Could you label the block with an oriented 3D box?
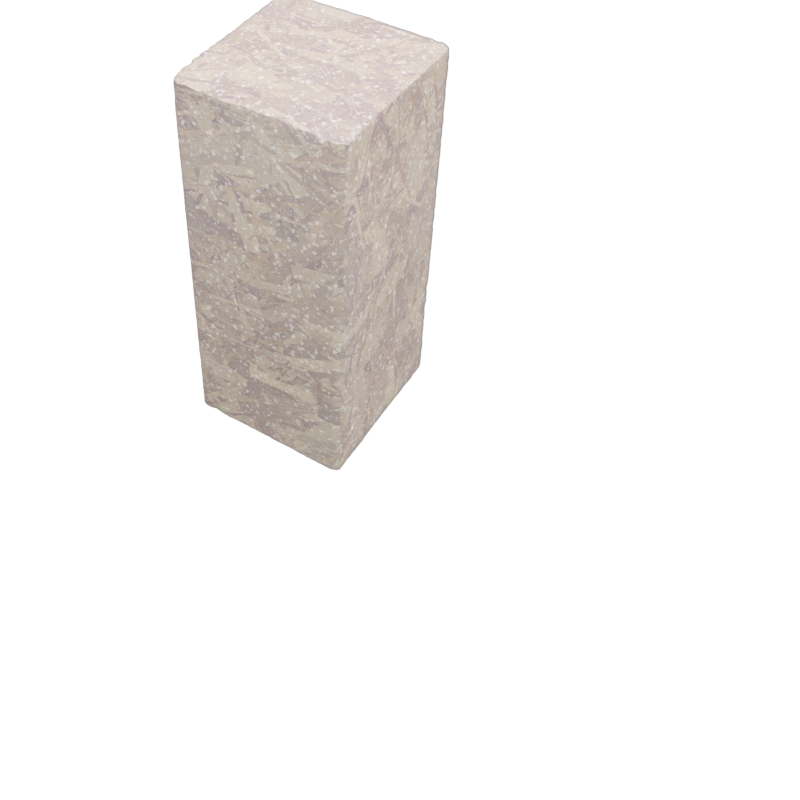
[{"bbox_3d":[-0.043,-0.078,0.540,0.094,0.192,0.093,25,49,19],"label":"block"}]
